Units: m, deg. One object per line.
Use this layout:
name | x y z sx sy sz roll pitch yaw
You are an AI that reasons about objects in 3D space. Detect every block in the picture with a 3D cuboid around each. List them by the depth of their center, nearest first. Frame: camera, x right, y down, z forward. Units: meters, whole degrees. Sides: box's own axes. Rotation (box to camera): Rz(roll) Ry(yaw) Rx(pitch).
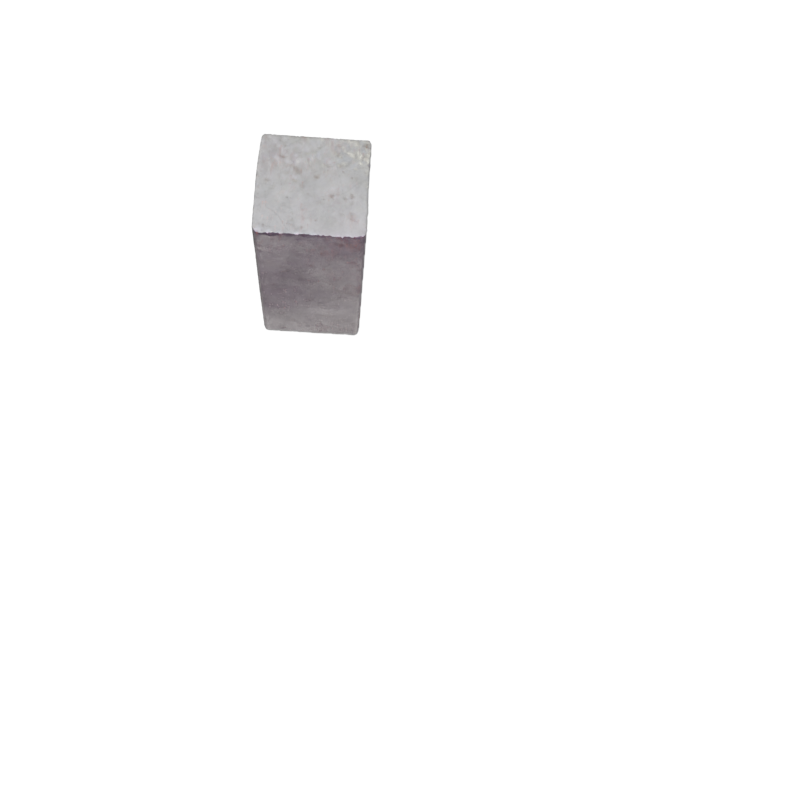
block | -0.075 -0.136 0.956 0.091 0.095 0.196 4 -20 -2
